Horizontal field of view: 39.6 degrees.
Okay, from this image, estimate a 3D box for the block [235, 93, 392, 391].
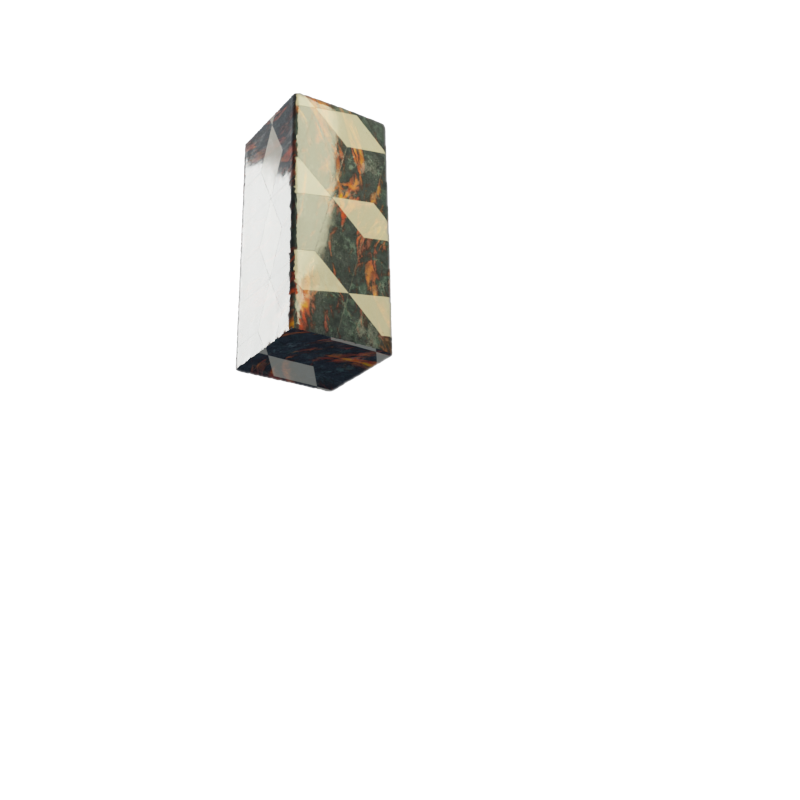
[{"bbox_3d":[-0.068,-0.125,0.878,0.086,0.219,0.090,15,-32,-30],"label":"block"}]
